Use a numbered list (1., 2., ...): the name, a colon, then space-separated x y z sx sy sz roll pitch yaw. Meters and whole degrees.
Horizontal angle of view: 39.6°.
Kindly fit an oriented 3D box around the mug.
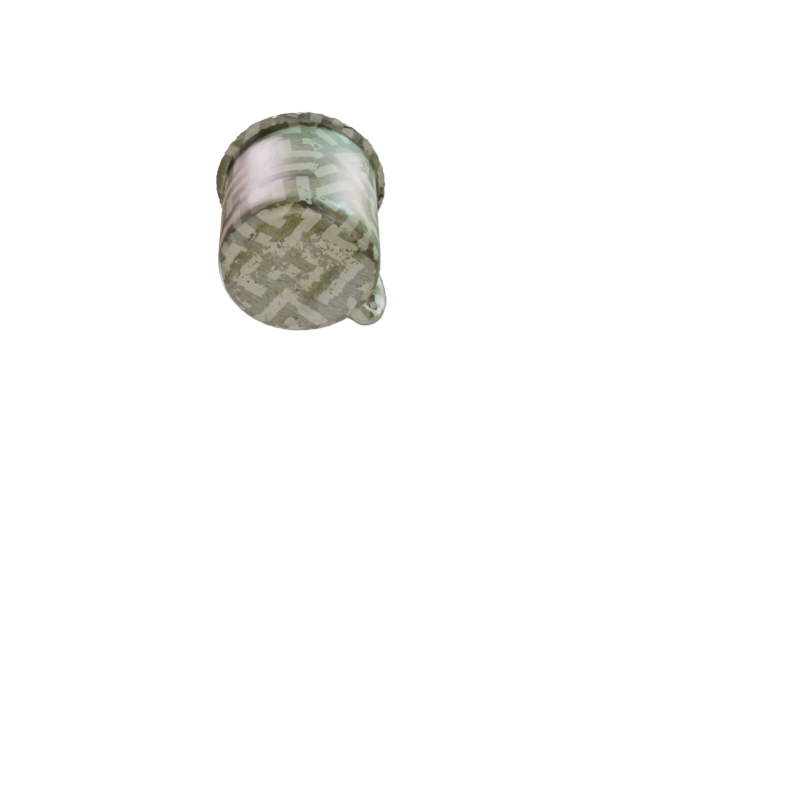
1. mug: -0.046 -0.084 0.585 0.093 0.109 0.087 -29 34 19
